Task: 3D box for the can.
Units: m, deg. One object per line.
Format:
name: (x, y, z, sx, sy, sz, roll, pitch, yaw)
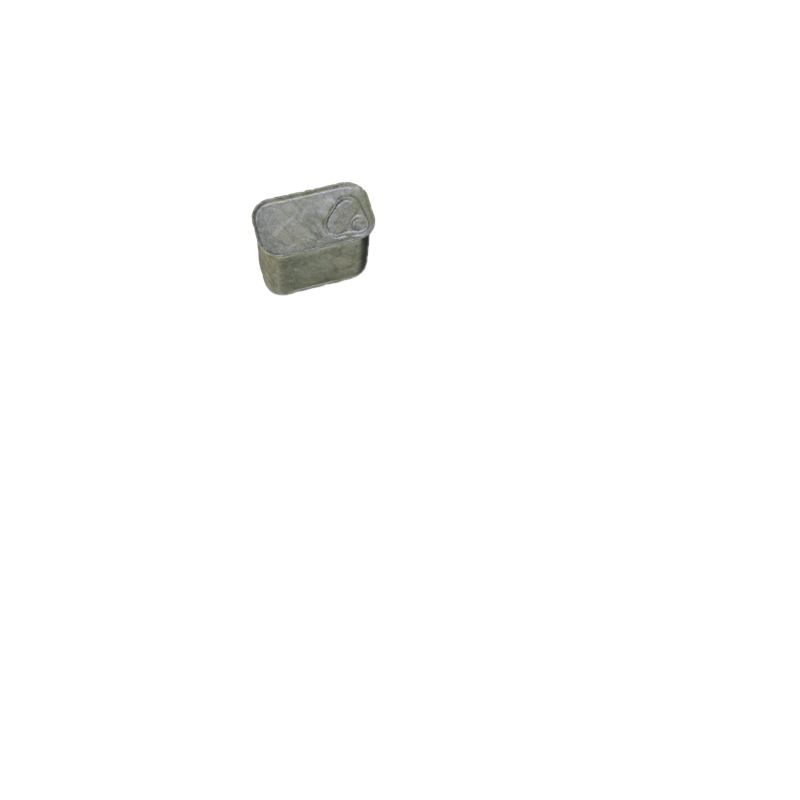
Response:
can: (-0.076, -0.139, 0.972, 0.101, 0.061, 0.079, -14, -22, -8)
